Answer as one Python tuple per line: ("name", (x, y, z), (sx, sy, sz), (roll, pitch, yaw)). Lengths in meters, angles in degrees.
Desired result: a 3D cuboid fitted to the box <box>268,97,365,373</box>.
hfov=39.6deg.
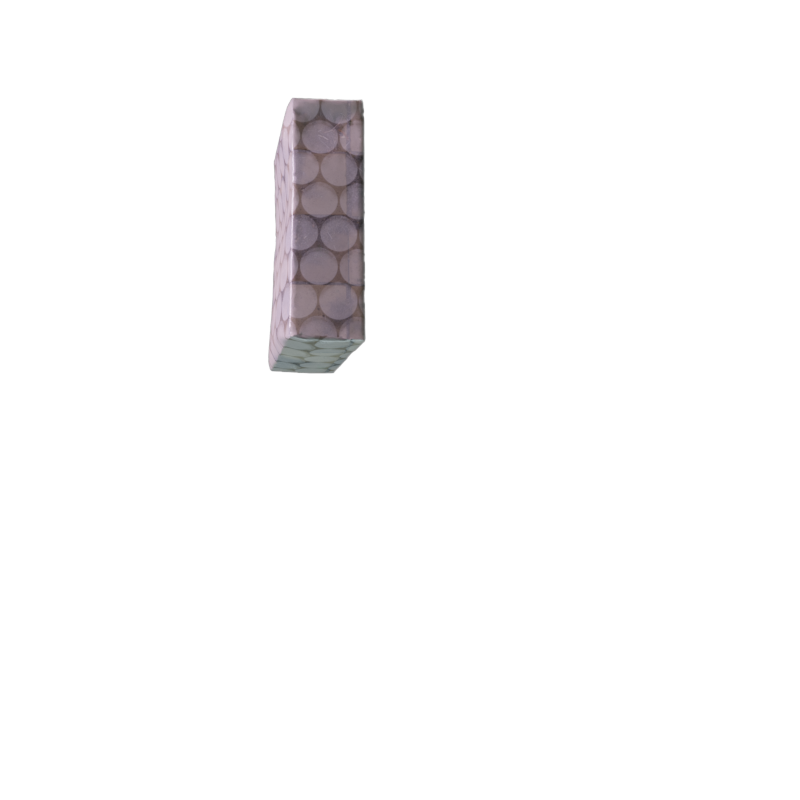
("box", (-0.078, -0.142, 0.993), (0.071, 0.221, 0.161), (2, -13, -11))
